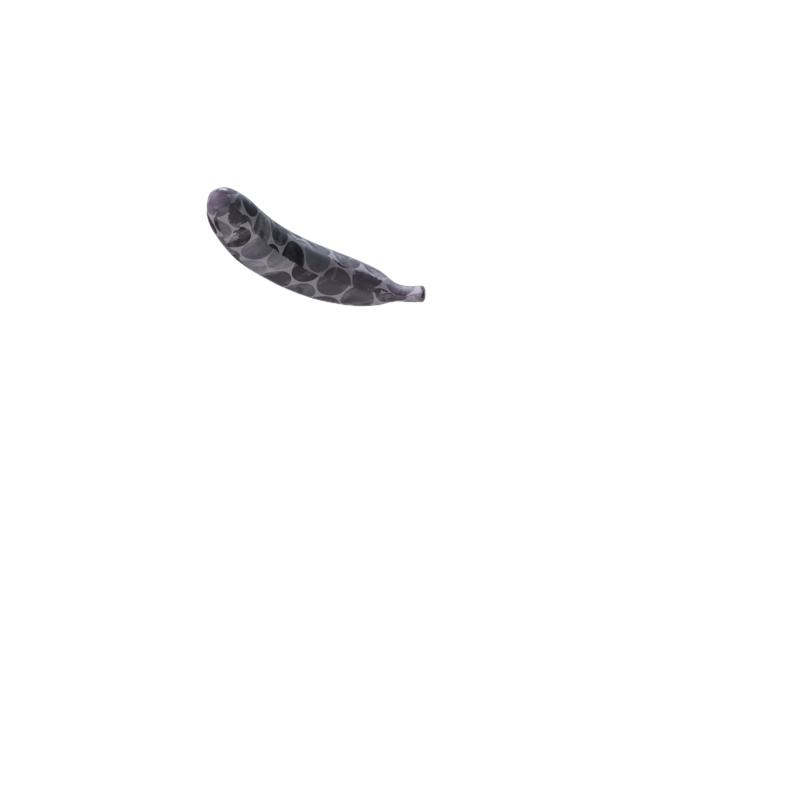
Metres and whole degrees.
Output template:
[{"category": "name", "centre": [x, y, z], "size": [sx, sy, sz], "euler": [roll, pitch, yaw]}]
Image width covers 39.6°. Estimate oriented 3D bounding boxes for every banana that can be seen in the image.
[{"category": "banana", "centre": [-0.070, -0.102, 0.769], "size": [0.186, 0.039, 0.070], "euler": [19, -29, -41]}]
